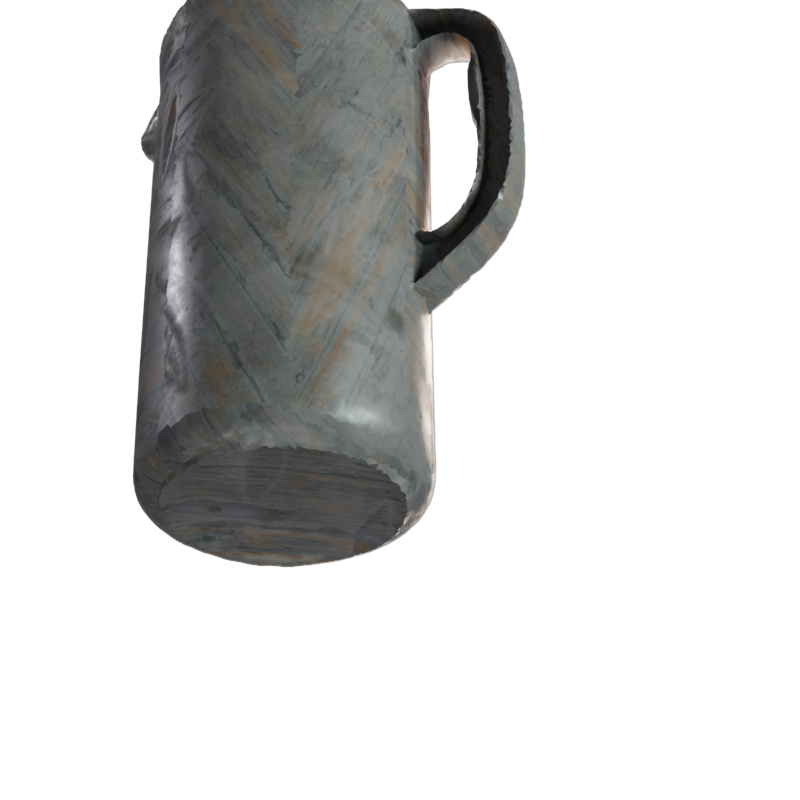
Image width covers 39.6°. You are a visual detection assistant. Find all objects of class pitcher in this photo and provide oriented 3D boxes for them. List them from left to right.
[{"bbox_3d":[-0.036,-0.066,0.463,0.141,0.261,0.143,12,-40,-19],"label":"pitcher"}]
